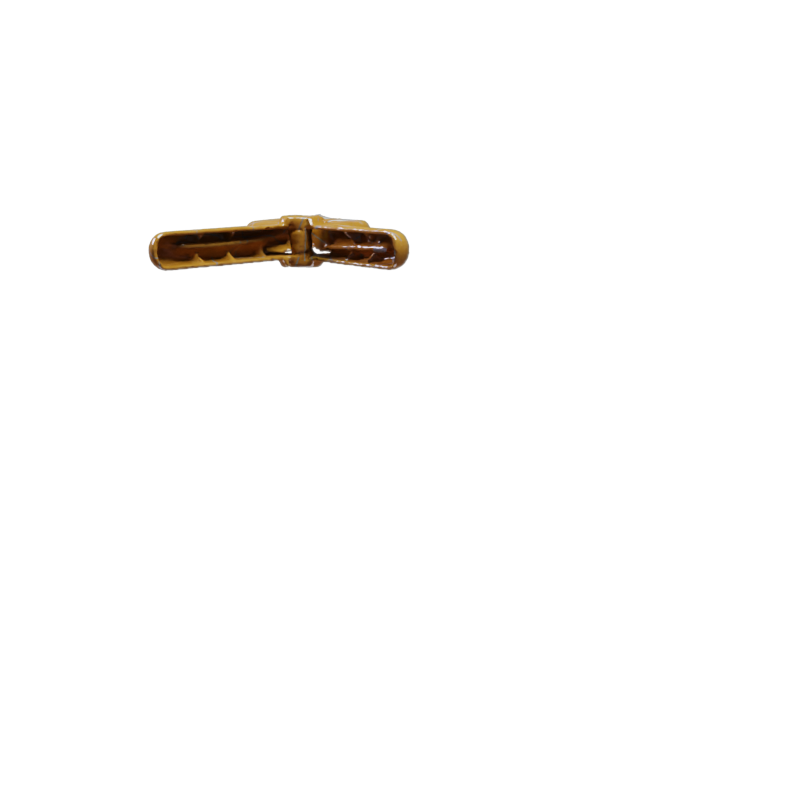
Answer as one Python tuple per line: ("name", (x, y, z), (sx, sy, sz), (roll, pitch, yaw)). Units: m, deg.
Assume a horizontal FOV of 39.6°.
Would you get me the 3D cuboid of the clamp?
("clamp", (-0.061, -0.111, 0.775), (0.168, 0.036, 0.210), (3, 12, 13))
